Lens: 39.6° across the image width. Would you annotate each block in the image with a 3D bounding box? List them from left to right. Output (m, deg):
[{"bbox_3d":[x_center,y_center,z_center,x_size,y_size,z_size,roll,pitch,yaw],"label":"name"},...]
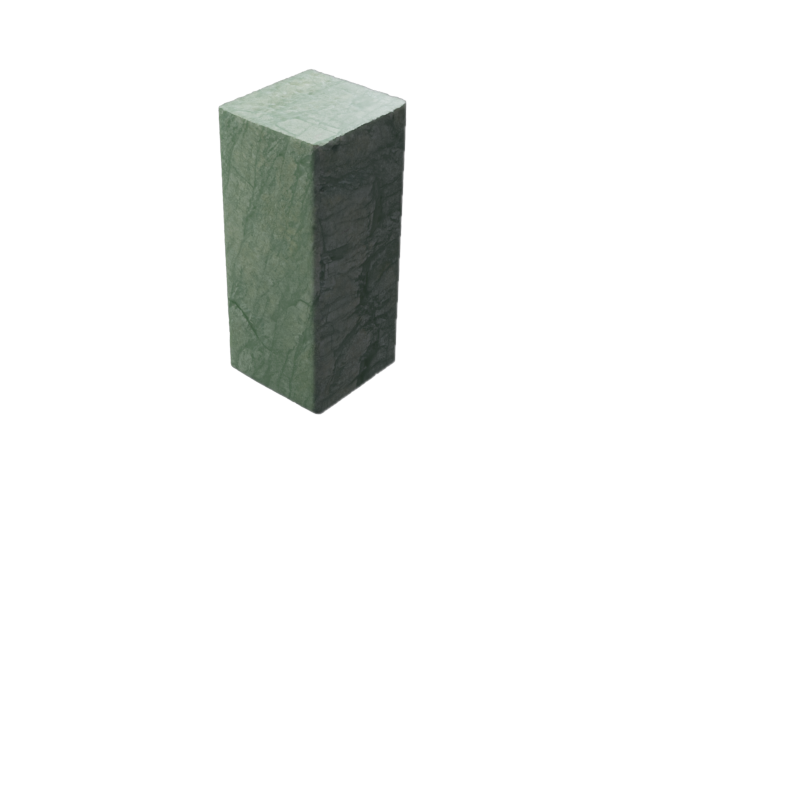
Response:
[{"bbox_3d":[-0.059,-0.108,0.761,0.096,0.193,0.091,26,40,32],"label":"block"}]
